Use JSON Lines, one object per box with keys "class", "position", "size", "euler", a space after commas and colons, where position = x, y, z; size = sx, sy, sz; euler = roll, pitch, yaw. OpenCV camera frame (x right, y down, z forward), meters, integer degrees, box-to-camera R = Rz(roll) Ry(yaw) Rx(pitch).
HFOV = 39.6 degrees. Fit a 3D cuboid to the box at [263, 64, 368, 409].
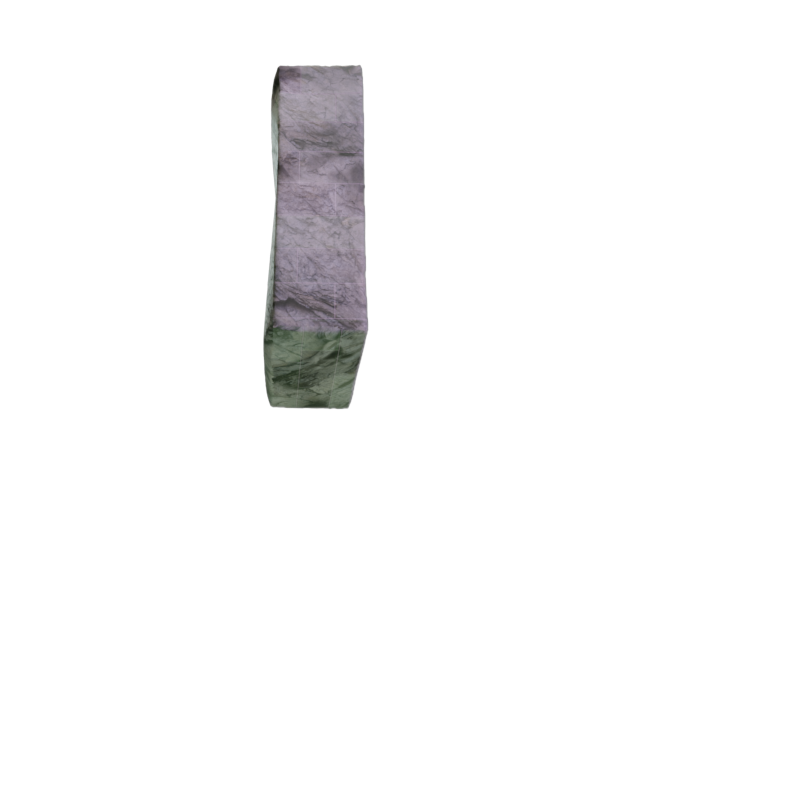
{"class": "box", "position": [-0.065, -0.119, 0.836], "size": [0.071, 0.226, 0.156], "euler": [1, -23, -6]}
